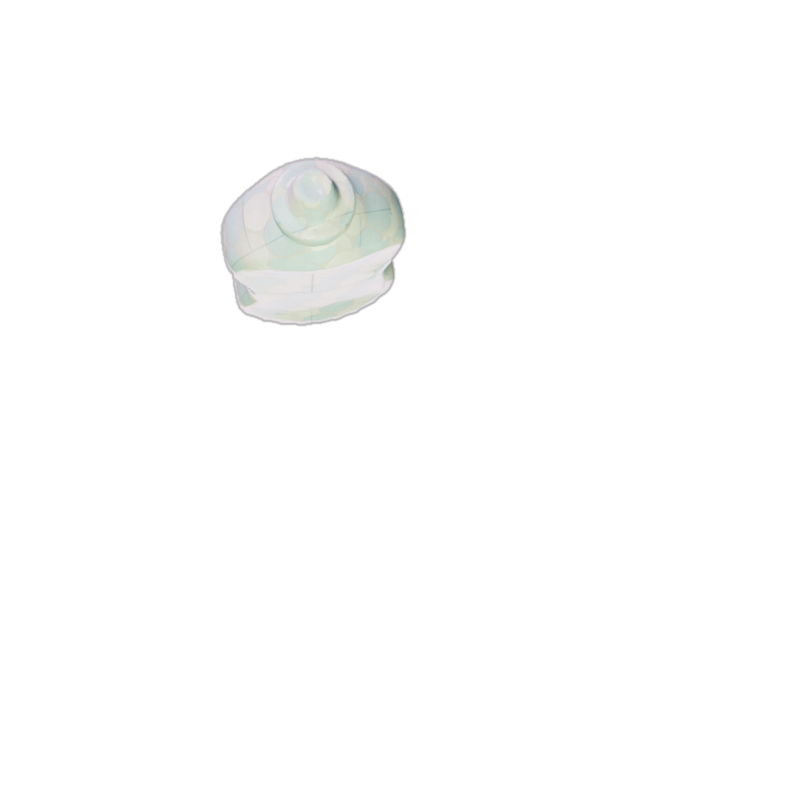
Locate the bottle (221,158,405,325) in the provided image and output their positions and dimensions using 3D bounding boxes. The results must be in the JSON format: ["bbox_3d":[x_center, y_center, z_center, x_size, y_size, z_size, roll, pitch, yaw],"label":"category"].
[{"bbox_3d":[-0.047,-0.086,0.599,0.096,0.060,0.187,-7,-7,-5],"label":"bottle"}]
